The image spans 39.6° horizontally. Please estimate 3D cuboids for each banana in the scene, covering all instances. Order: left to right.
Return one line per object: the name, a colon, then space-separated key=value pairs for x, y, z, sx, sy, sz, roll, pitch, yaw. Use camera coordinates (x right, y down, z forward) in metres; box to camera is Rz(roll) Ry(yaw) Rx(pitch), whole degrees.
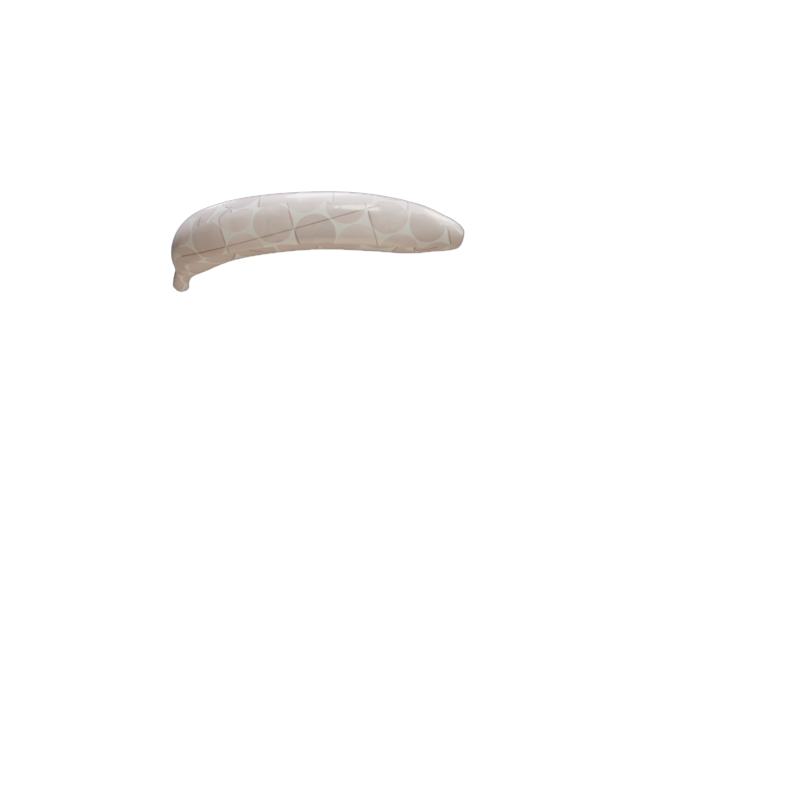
banana: x=-0.063 y=-0.104 z=0.685 sx=0.201 sy=0.038 sz=0.065 roll=-5 pitch=-16 yaw=18
